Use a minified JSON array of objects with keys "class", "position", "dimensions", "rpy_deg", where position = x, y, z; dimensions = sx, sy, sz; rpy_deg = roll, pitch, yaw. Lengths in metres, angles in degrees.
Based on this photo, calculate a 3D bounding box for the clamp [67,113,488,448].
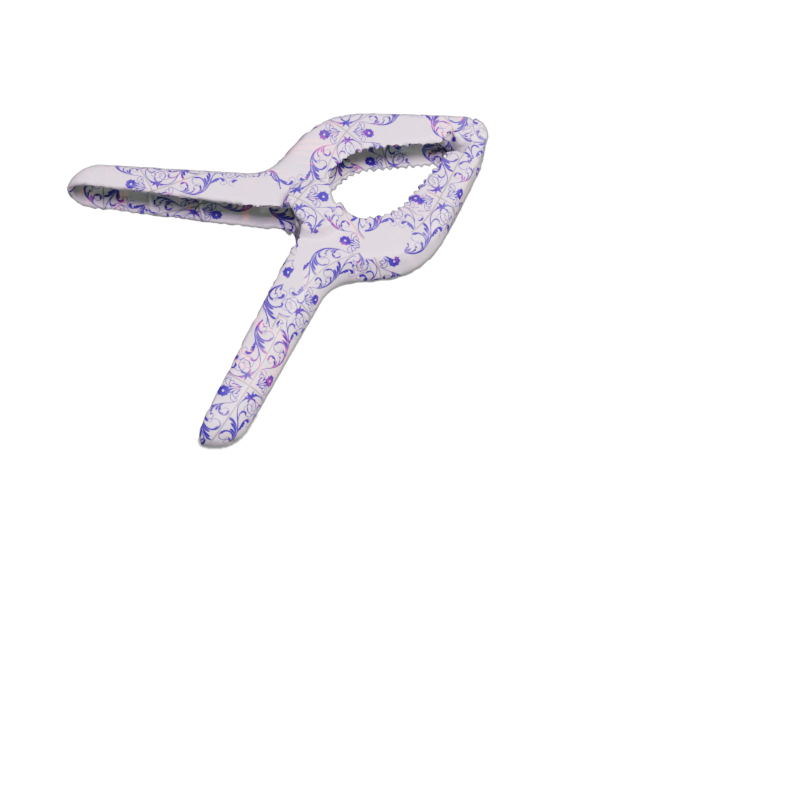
[{"class":"clamp","position":[-0.043,-0.079,0.552],"dimensions":[0.209,0.175,0.034],"rpy_deg":[-21,-24,-10]}]
